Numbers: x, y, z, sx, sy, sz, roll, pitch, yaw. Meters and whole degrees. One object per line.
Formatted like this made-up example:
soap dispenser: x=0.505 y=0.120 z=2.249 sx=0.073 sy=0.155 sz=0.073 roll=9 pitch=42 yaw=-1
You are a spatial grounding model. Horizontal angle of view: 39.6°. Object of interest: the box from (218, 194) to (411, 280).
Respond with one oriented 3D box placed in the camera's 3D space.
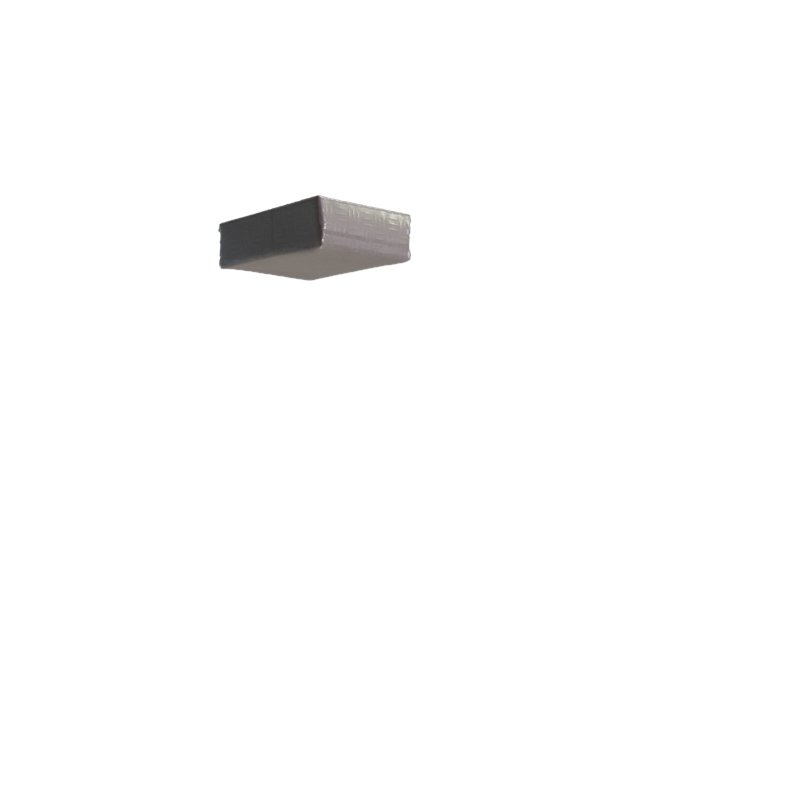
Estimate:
box: x=-0.062 y=-0.113 z=0.794 sx=0.086 sy=0.039 sz=0.117 roll=3 pitch=-4 yaw=-44
